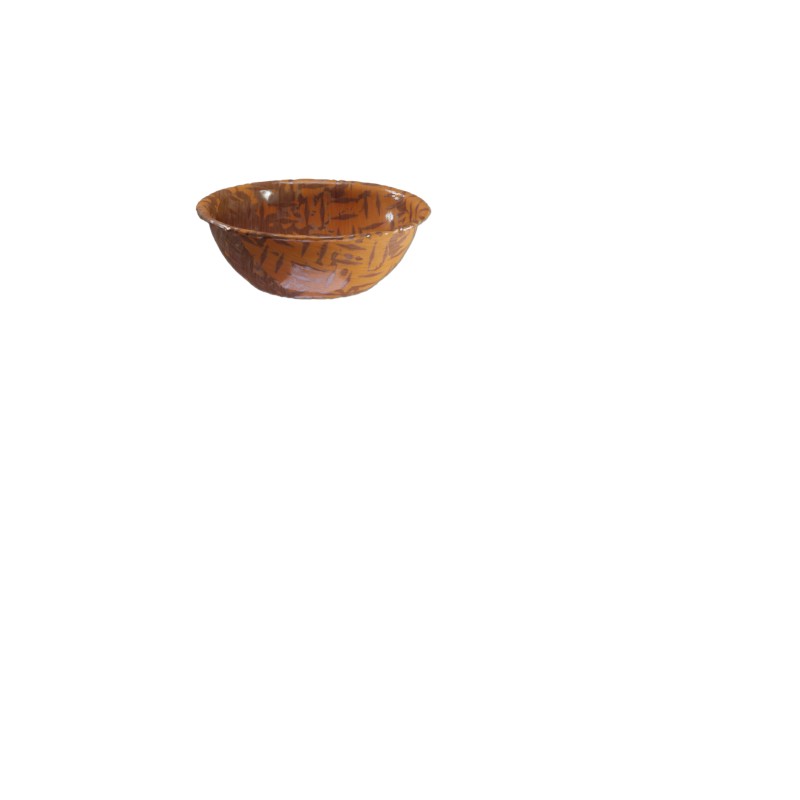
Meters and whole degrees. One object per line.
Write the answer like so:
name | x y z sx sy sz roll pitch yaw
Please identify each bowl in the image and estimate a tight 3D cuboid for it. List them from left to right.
bowl | -0.060 -0.110 0.771 0.162 0.053 0.170 -1 23 -2
